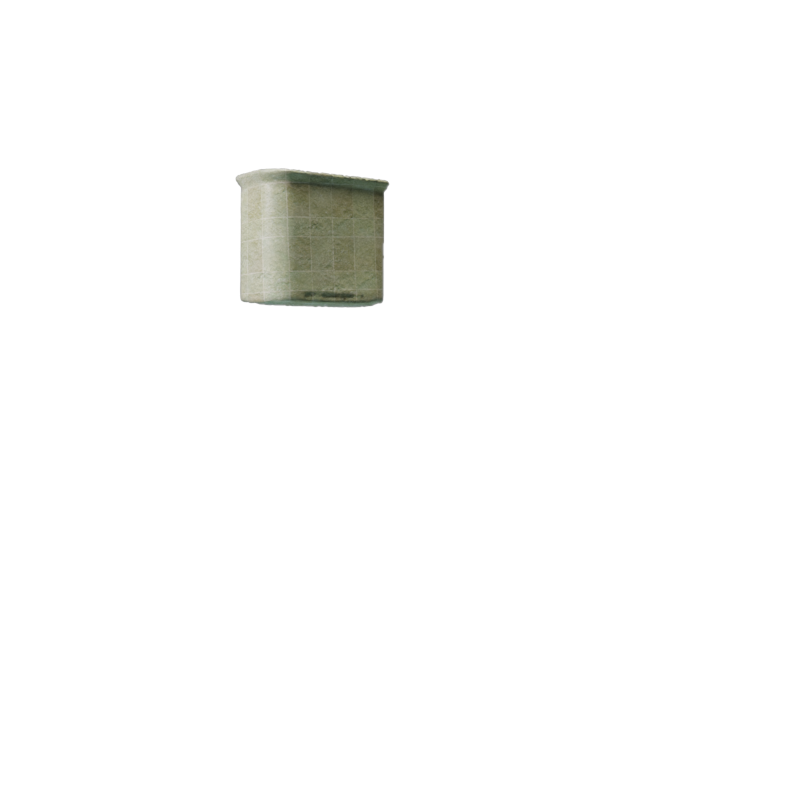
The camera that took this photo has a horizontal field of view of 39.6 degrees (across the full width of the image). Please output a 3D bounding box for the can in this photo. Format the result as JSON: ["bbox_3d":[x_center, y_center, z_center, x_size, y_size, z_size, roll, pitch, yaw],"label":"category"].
[{"bbox_3d":[-0.057,-0.104,0.732,0.098,0.085,0.059,1,-3,-36],"label":"can"}]
